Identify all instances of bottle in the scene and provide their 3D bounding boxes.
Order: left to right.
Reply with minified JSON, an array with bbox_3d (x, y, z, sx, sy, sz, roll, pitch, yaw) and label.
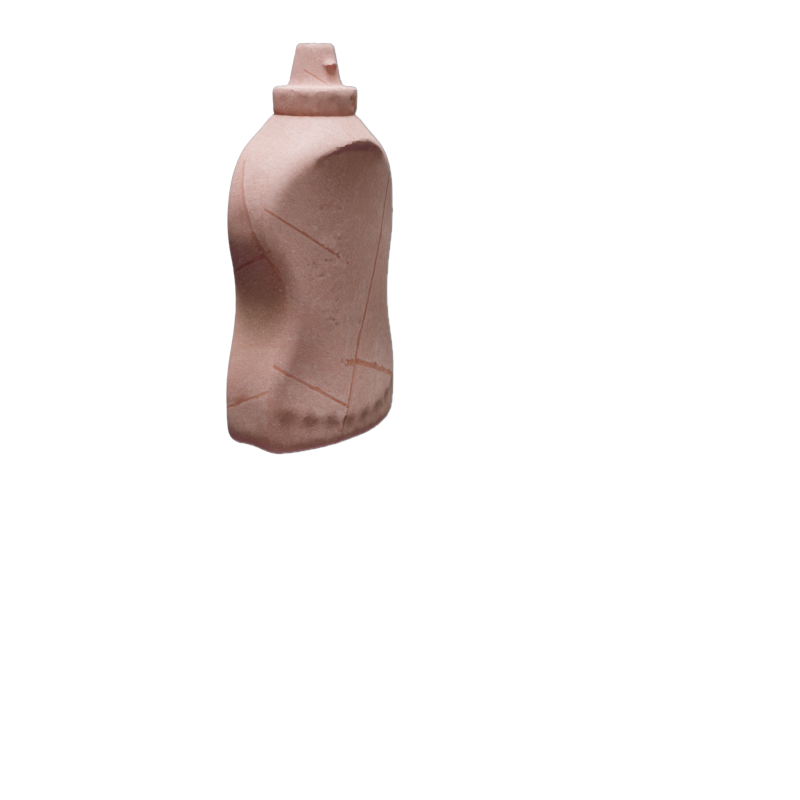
[{"bbox_3d":[-0.042,-0.078,0.544,0.061,0.187,0.094,9,14,40],"label":"bottle"}]
